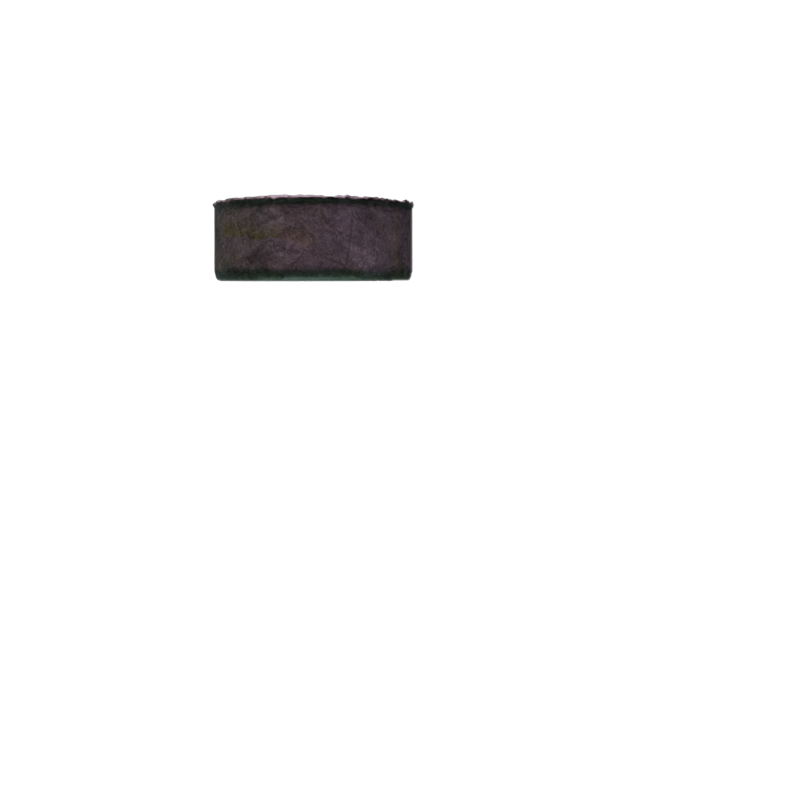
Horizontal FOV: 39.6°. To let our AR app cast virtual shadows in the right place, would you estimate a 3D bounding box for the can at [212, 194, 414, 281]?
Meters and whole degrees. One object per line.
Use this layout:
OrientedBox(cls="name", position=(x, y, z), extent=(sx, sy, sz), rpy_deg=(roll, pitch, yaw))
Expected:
OrientedBox(cls="can", position=(-0.037, -0.067, 0.472), extent=(0.086, 0.033, 0.086), rpy_deg=(0, 5, -2))
